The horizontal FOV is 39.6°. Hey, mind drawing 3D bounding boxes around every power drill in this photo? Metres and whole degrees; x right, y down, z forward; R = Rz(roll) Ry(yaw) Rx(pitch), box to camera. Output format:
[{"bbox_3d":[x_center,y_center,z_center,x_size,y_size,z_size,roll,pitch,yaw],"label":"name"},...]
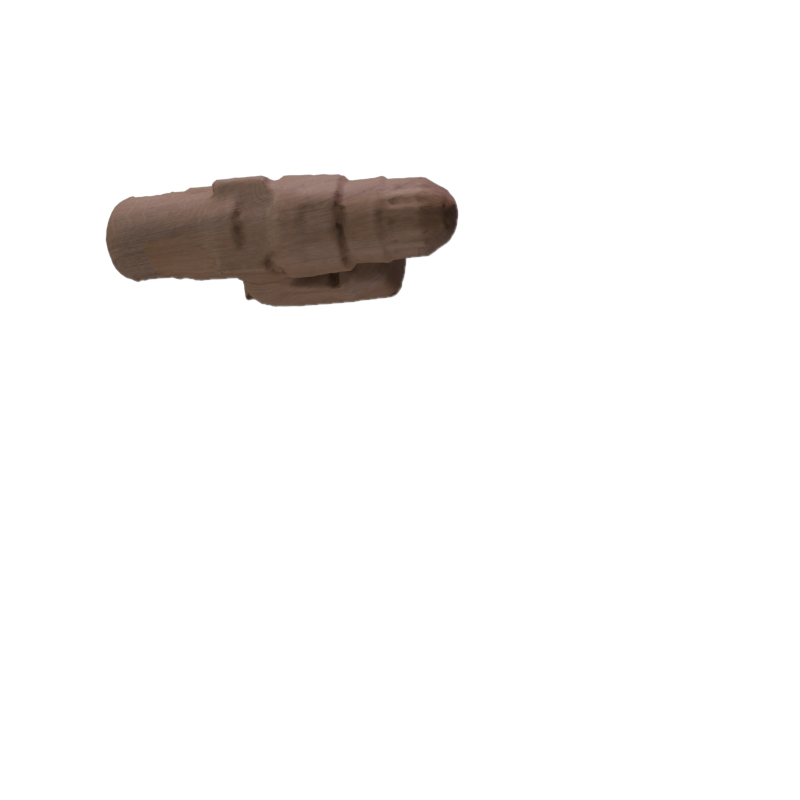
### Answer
[{"bbox_3d":[-0.050,-0.090,0.633,0.188,0.058,0.182,0,-1,13],"label":"power drill"}]
